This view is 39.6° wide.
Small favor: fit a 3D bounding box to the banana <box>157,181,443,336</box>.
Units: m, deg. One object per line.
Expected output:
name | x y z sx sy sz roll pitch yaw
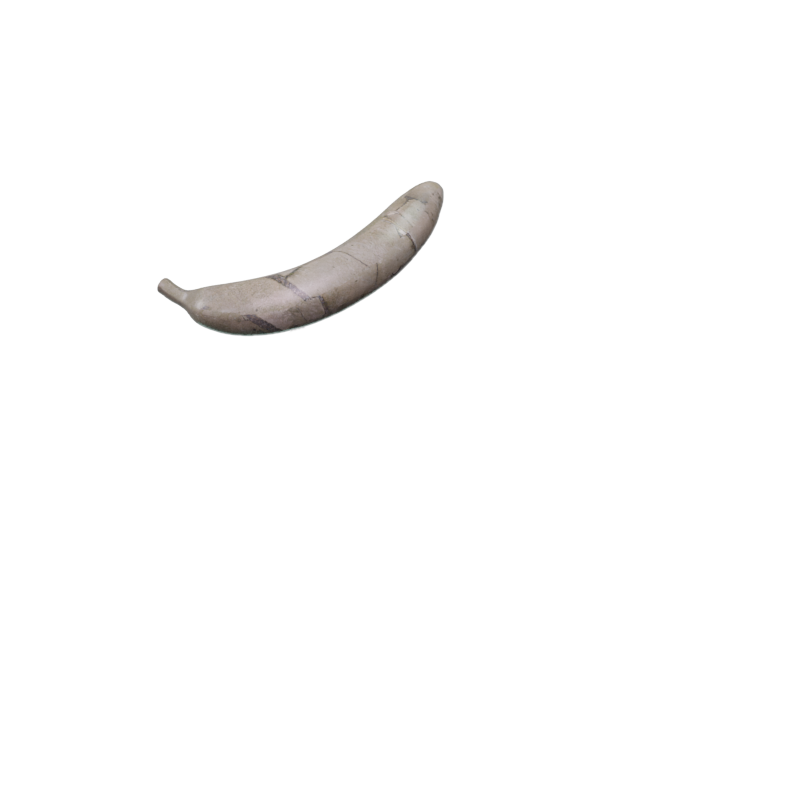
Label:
banana | -0.052 -0.084 0.701 0.197 0.074 0.035 -21 -25 -11
